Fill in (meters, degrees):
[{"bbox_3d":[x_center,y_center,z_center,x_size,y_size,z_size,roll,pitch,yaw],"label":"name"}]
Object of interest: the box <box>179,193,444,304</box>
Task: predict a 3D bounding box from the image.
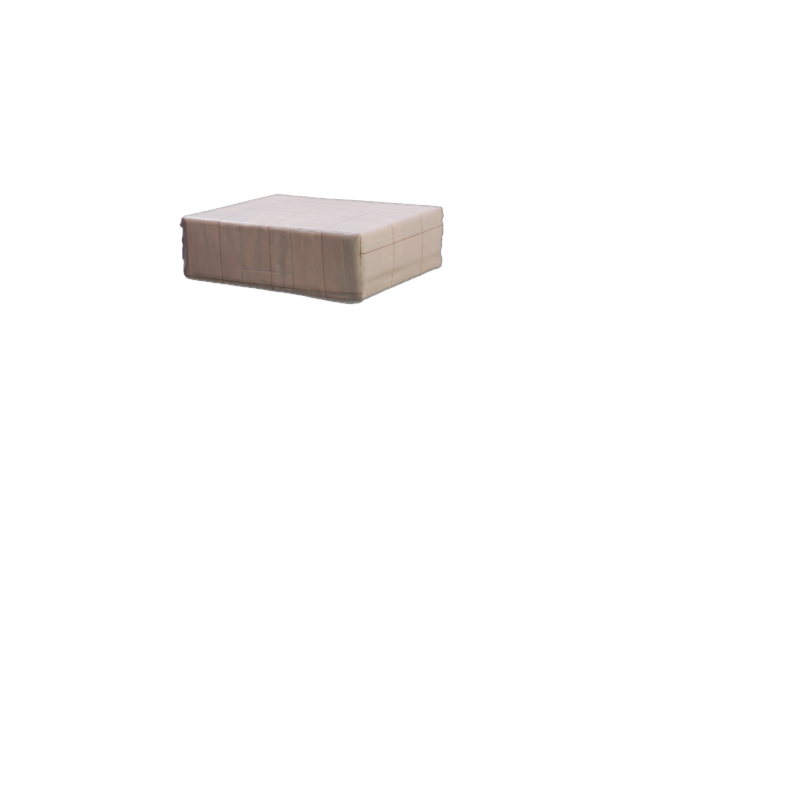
[{"bbox_3d":[-0.046,-0.084,0.591,0.119,0.037,0.089,12,22,29],"label":"box"}]
